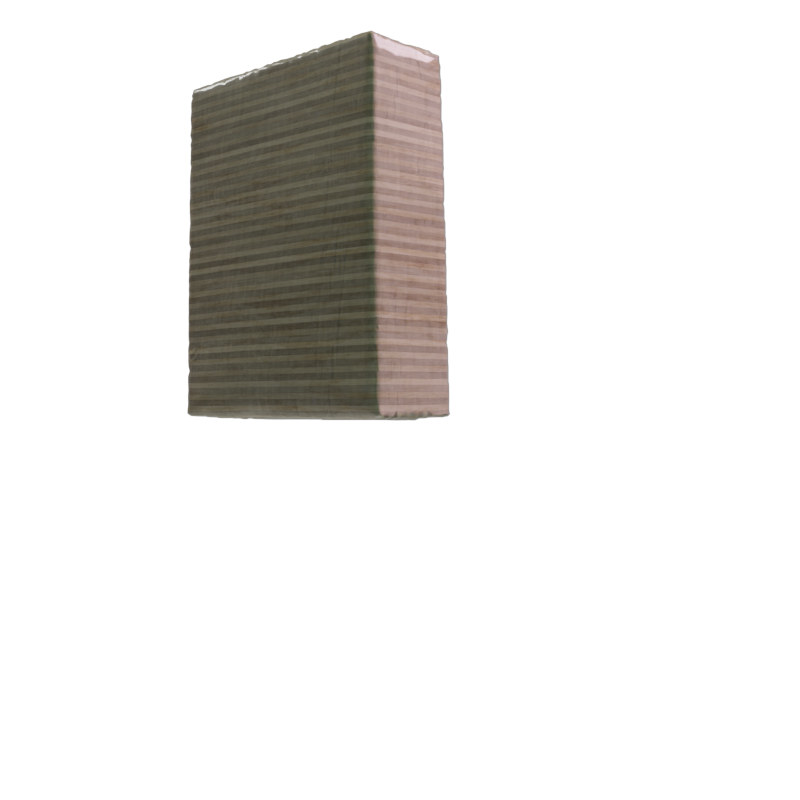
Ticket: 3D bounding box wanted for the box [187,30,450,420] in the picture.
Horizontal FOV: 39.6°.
[{"bbox_3d":[-0.053,-0.096,0.674,0.169,0.218,0.068,-6,-9,43],"label":"box"}]
